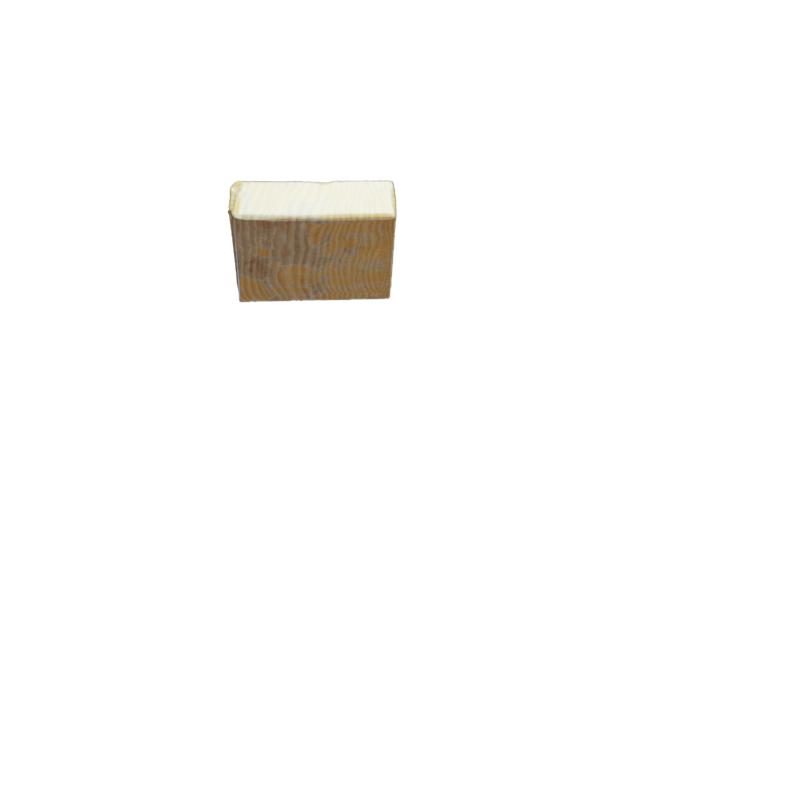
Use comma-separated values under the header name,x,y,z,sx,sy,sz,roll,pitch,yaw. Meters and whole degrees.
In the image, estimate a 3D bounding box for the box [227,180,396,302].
name,x,y,z,sx,sy,sz,roll,pitch,yaw
box,-0.048,-0.088,0.614,0.089,0.032,0.068,0,-36,-1
